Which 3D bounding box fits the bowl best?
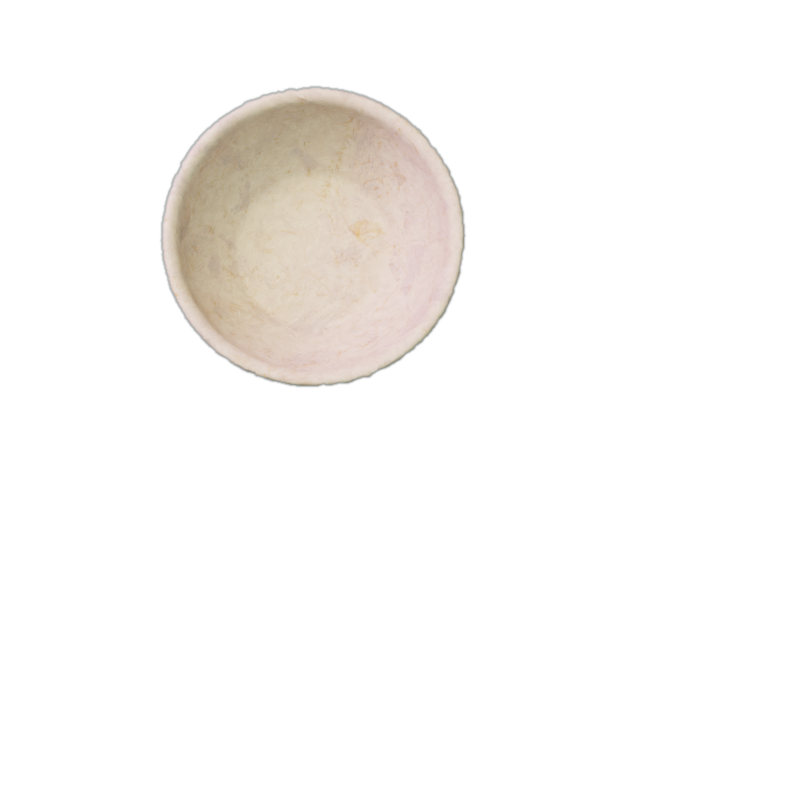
[{"bbox_3d":[-0.048,-0.088,0.614,0.162,0.166,0.054,0,-9,-1],"label":"bowl"}]
